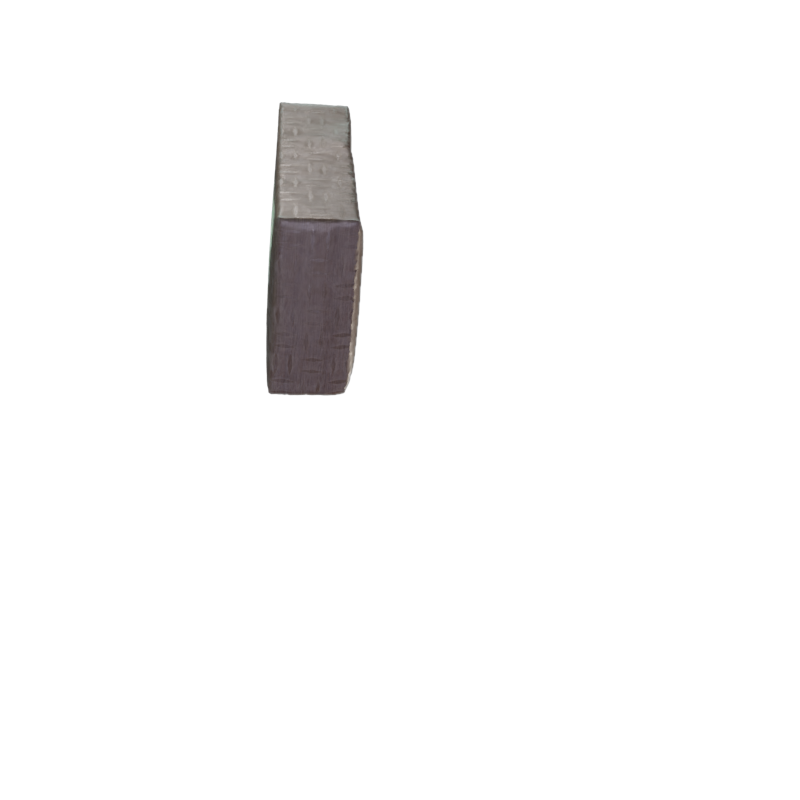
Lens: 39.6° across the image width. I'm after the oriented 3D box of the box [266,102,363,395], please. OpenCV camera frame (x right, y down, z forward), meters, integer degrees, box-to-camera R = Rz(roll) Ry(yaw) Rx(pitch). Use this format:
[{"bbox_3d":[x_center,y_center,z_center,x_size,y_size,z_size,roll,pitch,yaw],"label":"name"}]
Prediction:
[{"bbox_3d":[-0.073,-0.133,0.930,0.071,0.154,0.228,2,35,-6],"label":"box"}]
